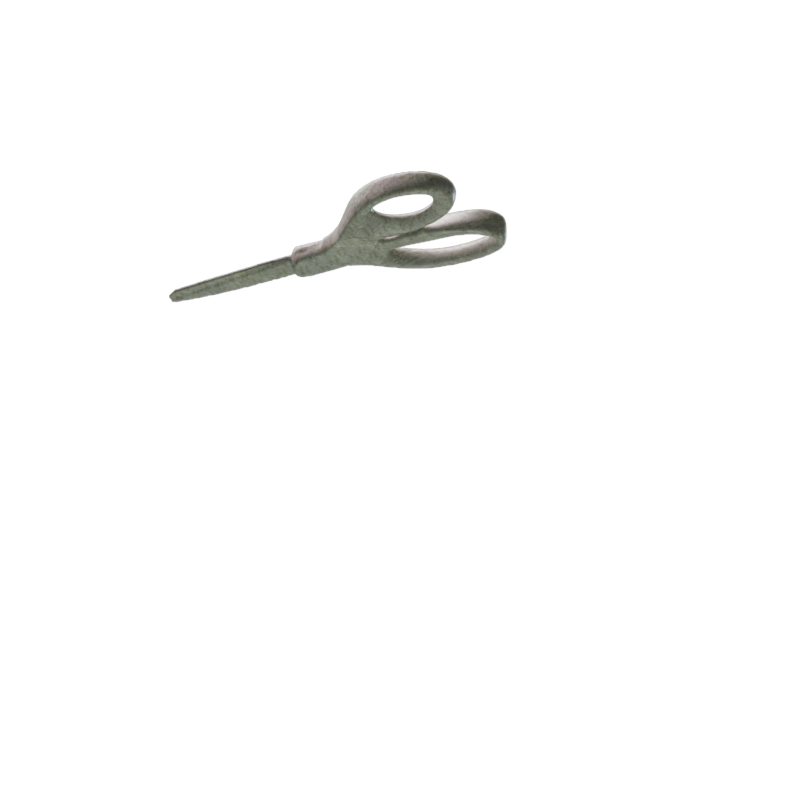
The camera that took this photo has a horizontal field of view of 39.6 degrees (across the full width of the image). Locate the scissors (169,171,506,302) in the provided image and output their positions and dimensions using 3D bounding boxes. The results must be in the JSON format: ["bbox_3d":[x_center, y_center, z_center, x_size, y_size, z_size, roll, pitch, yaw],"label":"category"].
[{"bbox_3d":[-0.046,-0.084,0.591,0.204,0.017,0.090,-5,-23,13],"label":"scissors"}]
